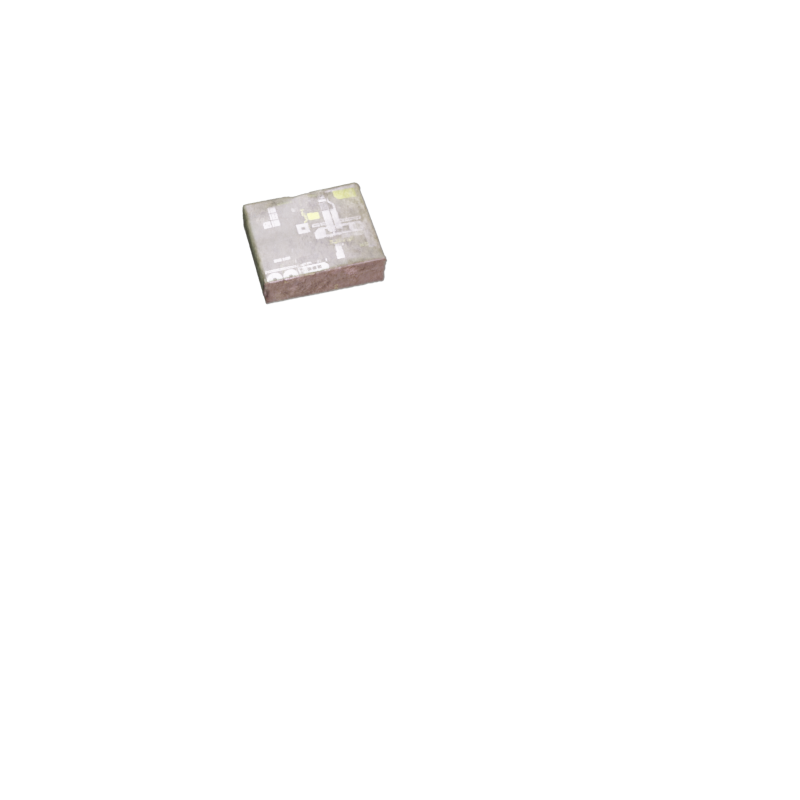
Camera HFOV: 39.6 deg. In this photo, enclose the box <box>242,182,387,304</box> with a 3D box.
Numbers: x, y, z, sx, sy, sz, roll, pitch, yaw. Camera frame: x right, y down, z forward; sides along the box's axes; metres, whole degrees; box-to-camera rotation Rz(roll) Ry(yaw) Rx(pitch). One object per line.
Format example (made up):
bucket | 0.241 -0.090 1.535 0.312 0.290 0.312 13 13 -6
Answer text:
box | -0.062 -0.113 0.790 0.088 0.079 0.028 -13 -33 -9
